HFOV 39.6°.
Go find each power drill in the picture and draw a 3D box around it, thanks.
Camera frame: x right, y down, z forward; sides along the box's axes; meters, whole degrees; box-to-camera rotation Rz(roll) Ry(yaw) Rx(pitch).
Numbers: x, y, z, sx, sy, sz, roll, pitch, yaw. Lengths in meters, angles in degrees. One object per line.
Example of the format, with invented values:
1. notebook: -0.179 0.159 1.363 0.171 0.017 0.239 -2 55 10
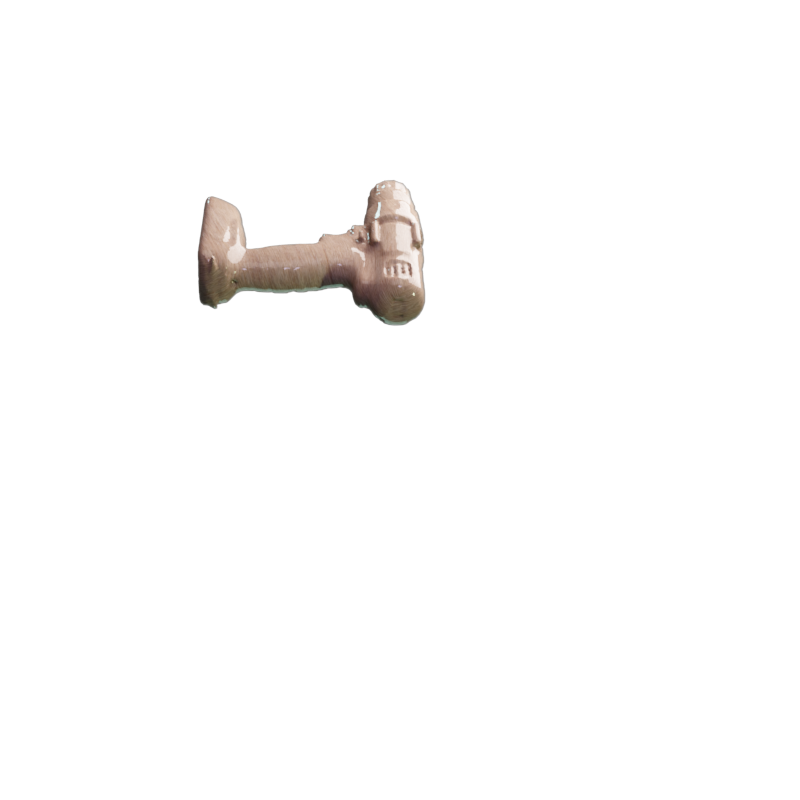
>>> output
1. power drill: -0.073 -0.133 0.935 0.187 0.054 0.197 0 37 -1
